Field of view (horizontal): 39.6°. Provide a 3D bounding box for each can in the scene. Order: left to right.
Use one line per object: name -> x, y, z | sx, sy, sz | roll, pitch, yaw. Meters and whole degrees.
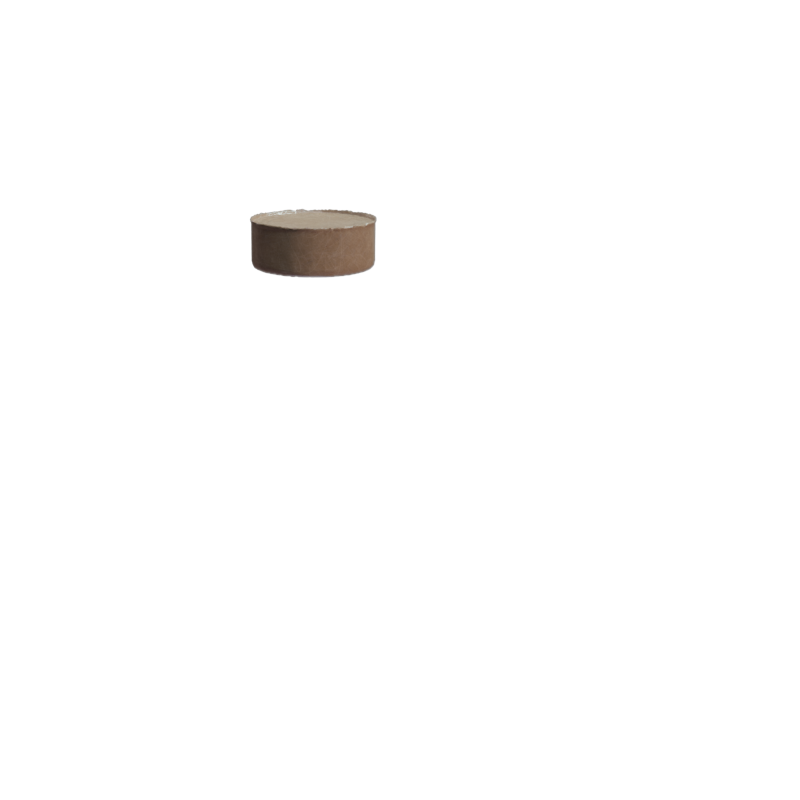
can -> -0.059, -0.107, 0.752 | 0.086, 0.033, 0.089 | -1, 17, -2
